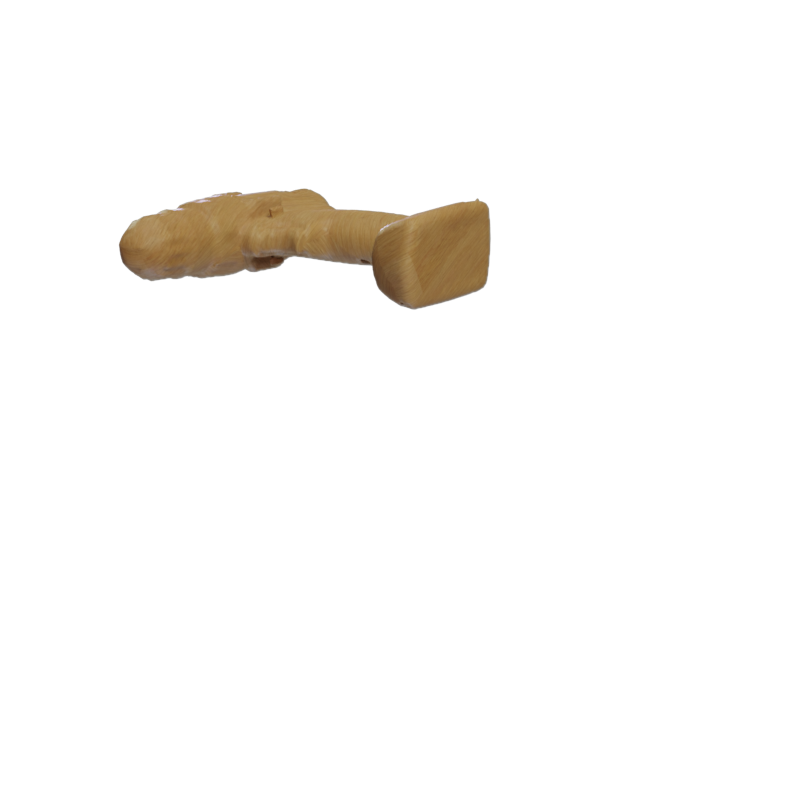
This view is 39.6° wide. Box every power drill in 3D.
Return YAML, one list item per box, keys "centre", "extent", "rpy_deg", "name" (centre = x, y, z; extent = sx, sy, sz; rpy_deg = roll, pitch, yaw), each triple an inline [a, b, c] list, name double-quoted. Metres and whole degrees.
- centre: [-0.054, -0.098, 0.687]
  extent: [0.197, 0.055, 0.182]
  rpy_deg: [12, 22, 33]
  name: "power drill"
